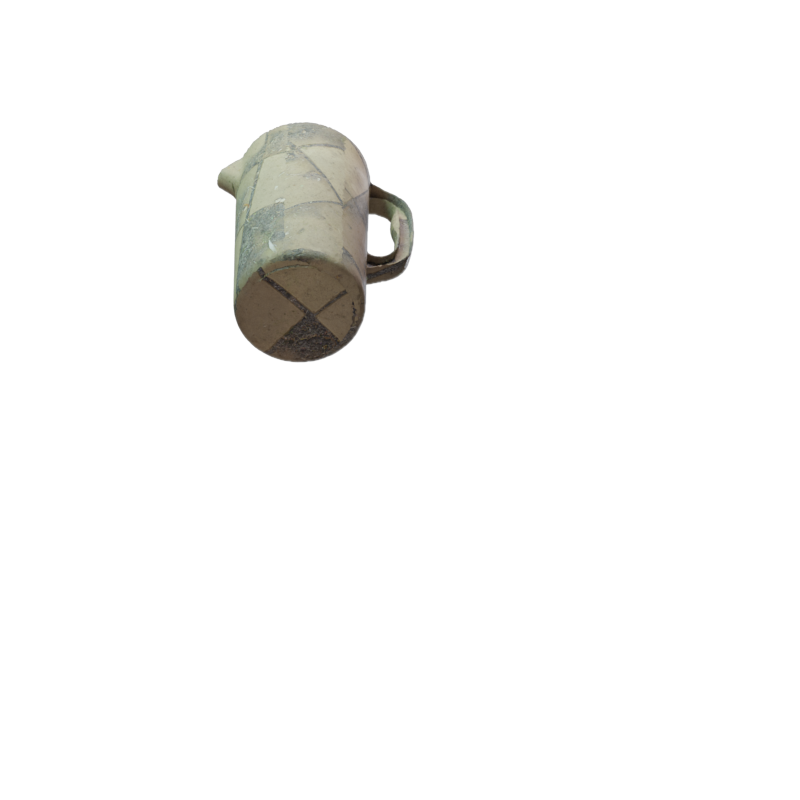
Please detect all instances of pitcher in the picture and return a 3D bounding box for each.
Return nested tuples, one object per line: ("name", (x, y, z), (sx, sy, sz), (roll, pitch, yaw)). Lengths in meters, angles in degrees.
("pitcher", (-0.078, -0.142, 0.996), (0.149, 0.136, 0.259), (-28, 31, 15))
